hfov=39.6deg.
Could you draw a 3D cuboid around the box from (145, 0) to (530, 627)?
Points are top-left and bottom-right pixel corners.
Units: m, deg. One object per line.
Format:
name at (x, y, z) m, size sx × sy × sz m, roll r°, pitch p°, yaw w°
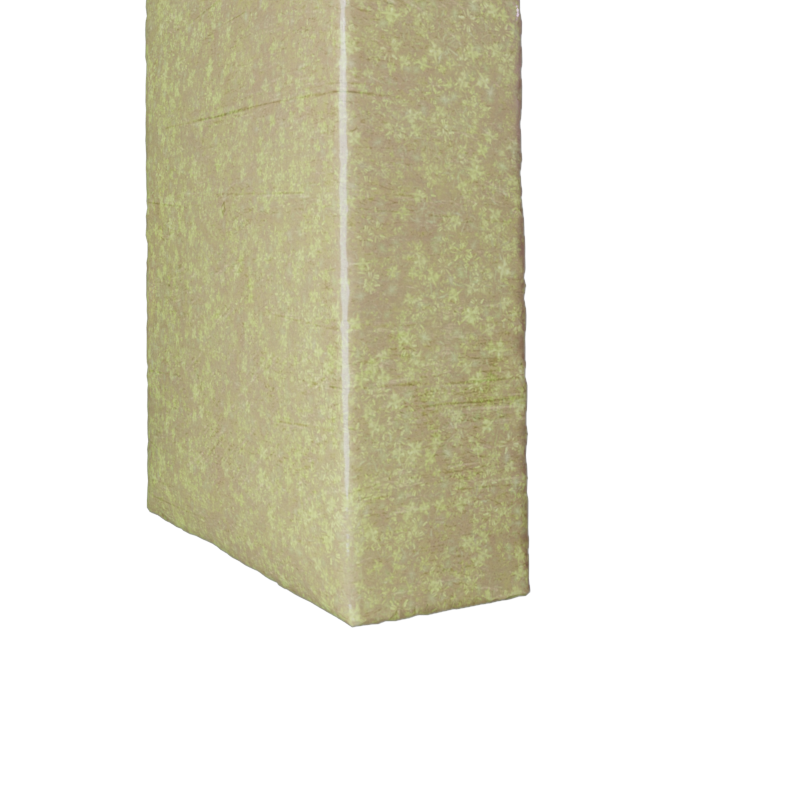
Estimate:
box at (-0.030, -0.055, 0.383) m, size 0.069 × 0.214 × 0.170 m, roll 0°, pitch 1°, yaw -31°
